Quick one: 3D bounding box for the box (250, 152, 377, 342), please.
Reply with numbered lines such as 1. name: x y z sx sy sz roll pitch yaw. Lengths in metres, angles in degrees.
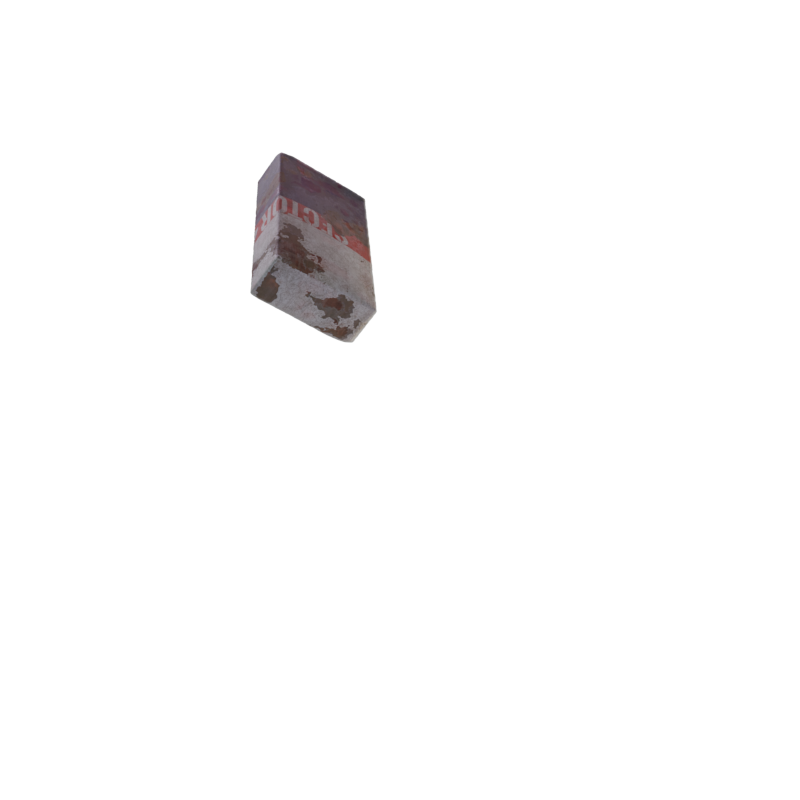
1. box: -0.071 -0.129 0.904 0.089 0.047 0.189 26 33 -22
